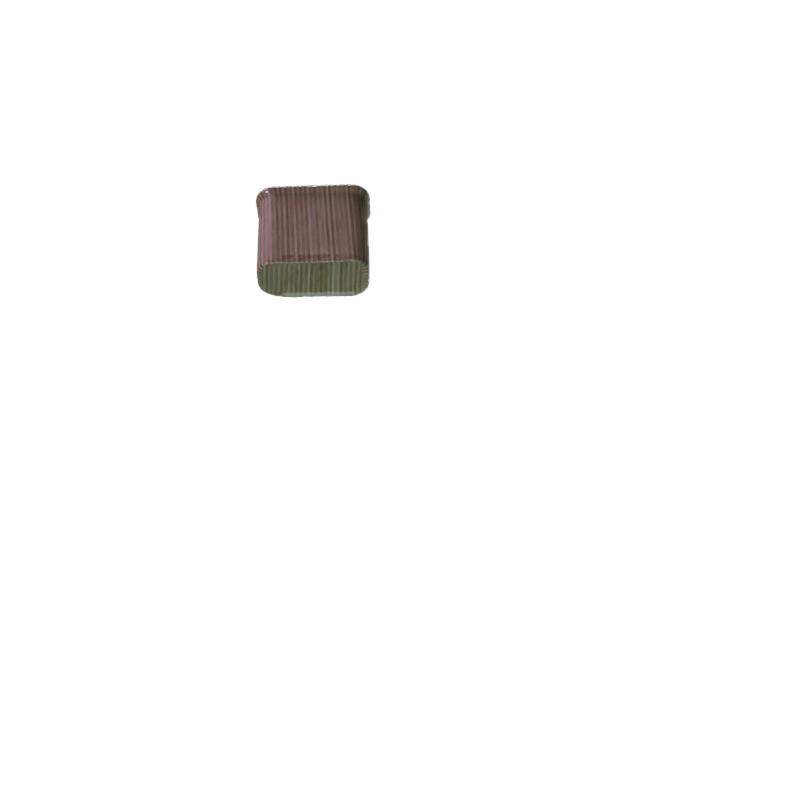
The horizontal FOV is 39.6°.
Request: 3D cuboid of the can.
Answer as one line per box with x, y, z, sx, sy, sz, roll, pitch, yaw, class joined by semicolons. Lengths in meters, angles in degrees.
-0.076;-0.138;0.969;0.102;0.090;0.053;-2;-36;1;can
